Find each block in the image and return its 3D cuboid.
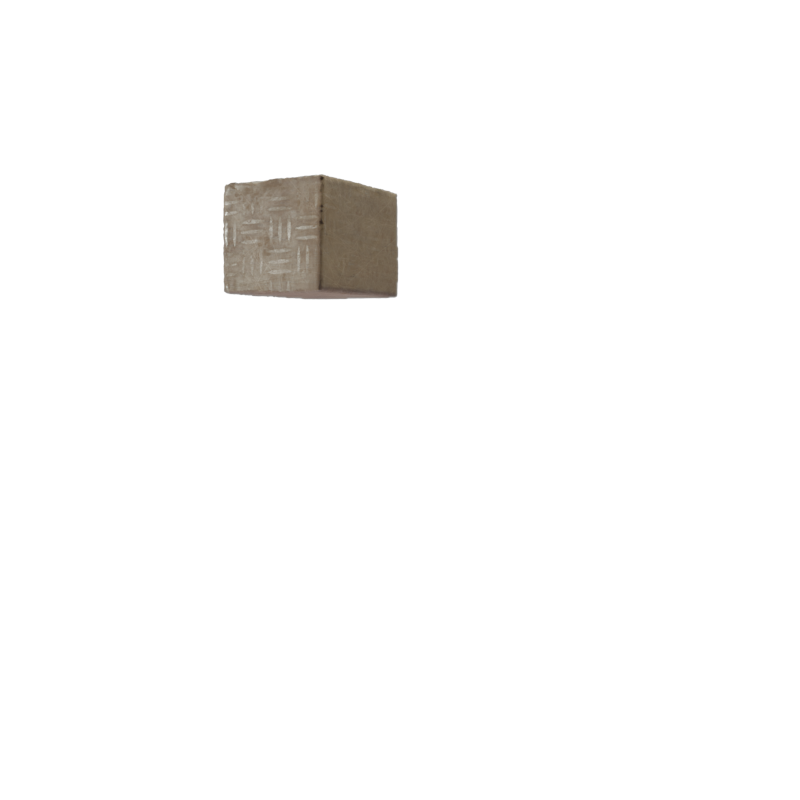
[{"bbox_3d":[-0.041,-0.074,0.518,0.054,0.052,0.075,0,0,27],"label":"block"}]
